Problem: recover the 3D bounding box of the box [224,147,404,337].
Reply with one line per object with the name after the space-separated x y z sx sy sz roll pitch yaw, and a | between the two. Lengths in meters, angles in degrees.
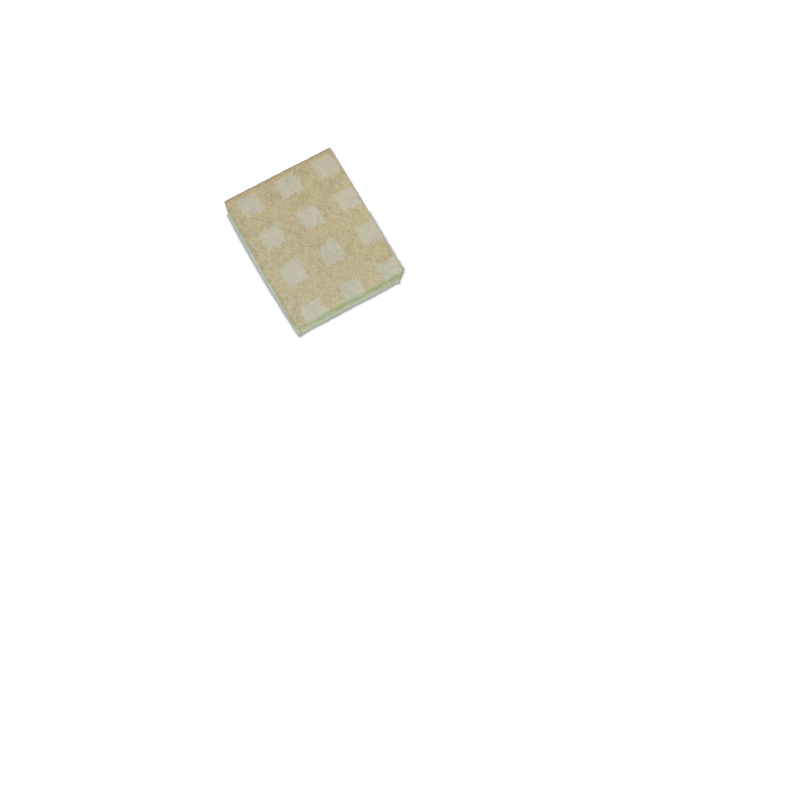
-0.064 -0.116 0.812 0.090 0.118 0.037 -29 -13 -8 | box
